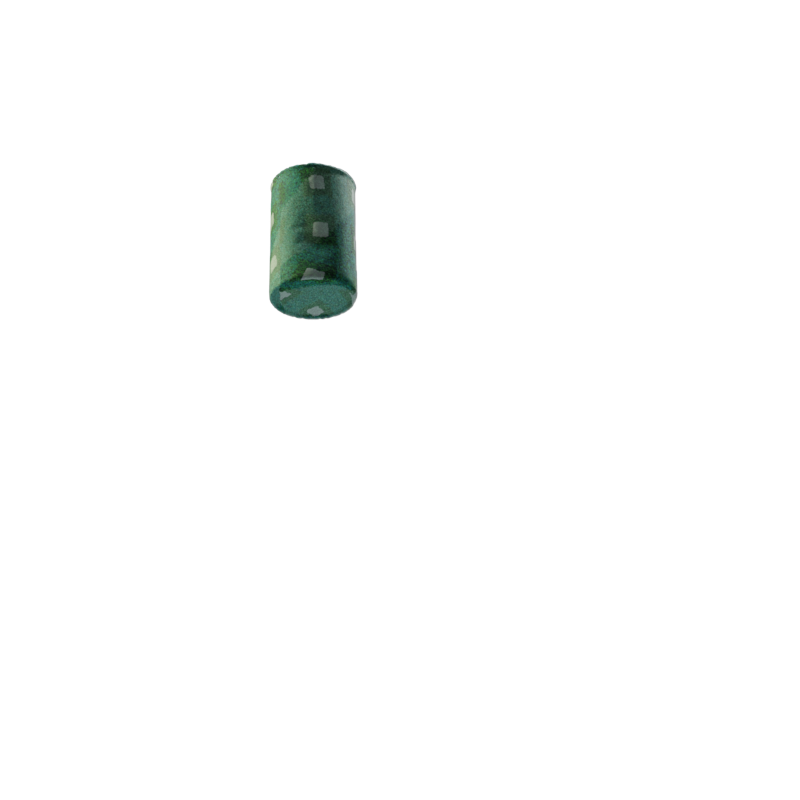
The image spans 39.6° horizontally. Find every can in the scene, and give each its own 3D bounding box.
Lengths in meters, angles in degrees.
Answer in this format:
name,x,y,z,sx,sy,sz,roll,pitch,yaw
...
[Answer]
name,x,y,z,sx,sy,sz,roll,pitch,yaw
can,-0.067,-0.122,0.854,0.068,0.109,0.064,0,-29,-2
